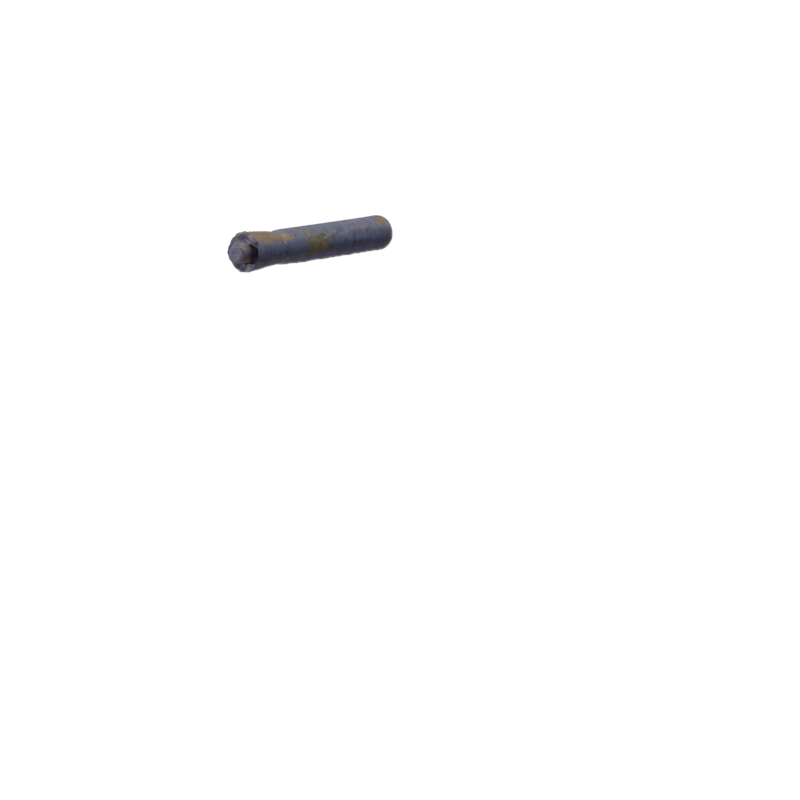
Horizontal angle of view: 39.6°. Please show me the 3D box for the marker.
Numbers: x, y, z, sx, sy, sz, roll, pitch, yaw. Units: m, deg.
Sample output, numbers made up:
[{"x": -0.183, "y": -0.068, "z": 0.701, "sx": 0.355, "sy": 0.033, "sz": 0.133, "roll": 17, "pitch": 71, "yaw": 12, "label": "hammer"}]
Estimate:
[{"x": -0.043, "y": -0.078, "z": 0.545, "sx": 0.020, "sy": 0.019, "sz": 0.119, "roll": 3, "pitch": 13, "yaw": 32, "label": "marker"}]
